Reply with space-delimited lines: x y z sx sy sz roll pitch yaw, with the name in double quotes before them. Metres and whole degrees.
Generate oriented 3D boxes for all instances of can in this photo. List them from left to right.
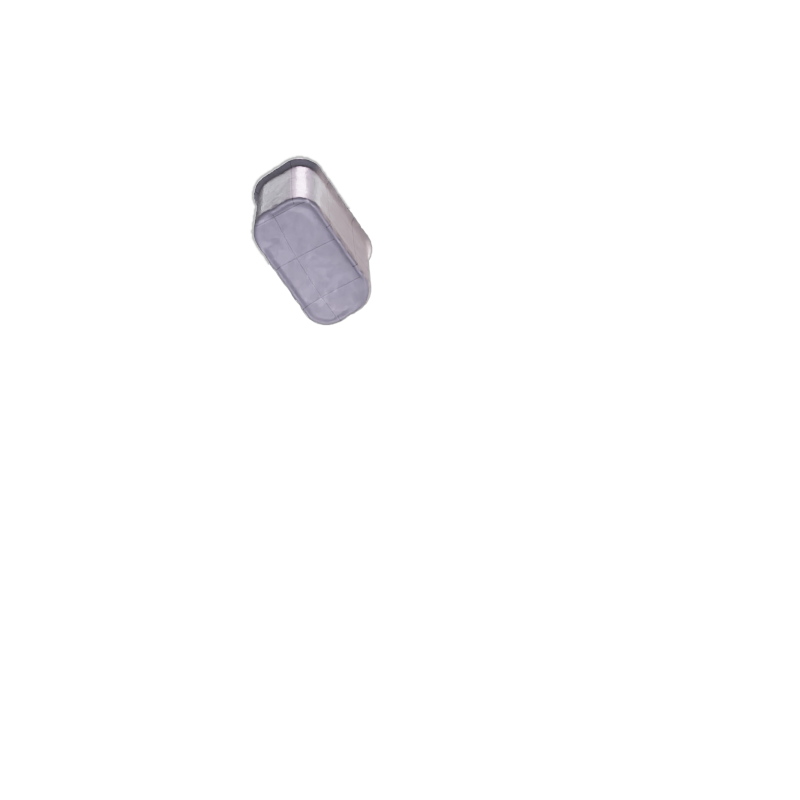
"can" -0.062 -0.114 0.797 0.057 0.097 0.088 -31 22 12
